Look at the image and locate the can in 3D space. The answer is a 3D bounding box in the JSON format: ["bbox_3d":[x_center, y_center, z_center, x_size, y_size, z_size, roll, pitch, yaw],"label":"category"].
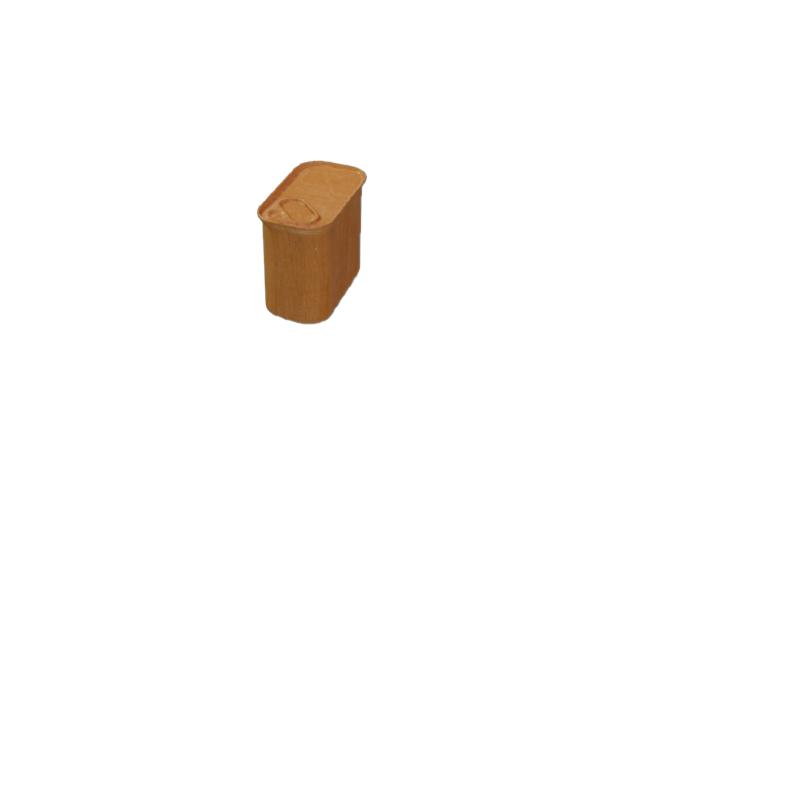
[{"bbox_3d":[-0.064,-0.117,0.822,0.059,0.079,0.106,12,36,14],"label":"can"}]
